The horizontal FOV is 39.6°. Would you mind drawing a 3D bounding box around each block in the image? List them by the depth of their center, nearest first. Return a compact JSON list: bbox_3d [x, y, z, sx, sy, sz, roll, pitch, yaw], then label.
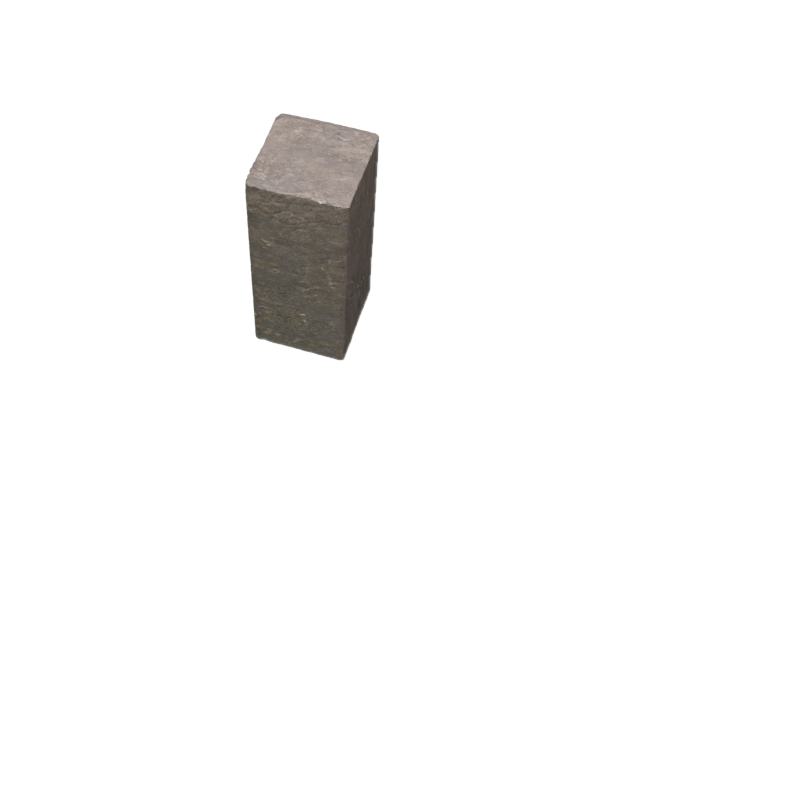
[{"bbox_3d":[-0.076,-0.139,0.970,0.092,0.095,0.193,15,-35,7],"label":"block"}]
